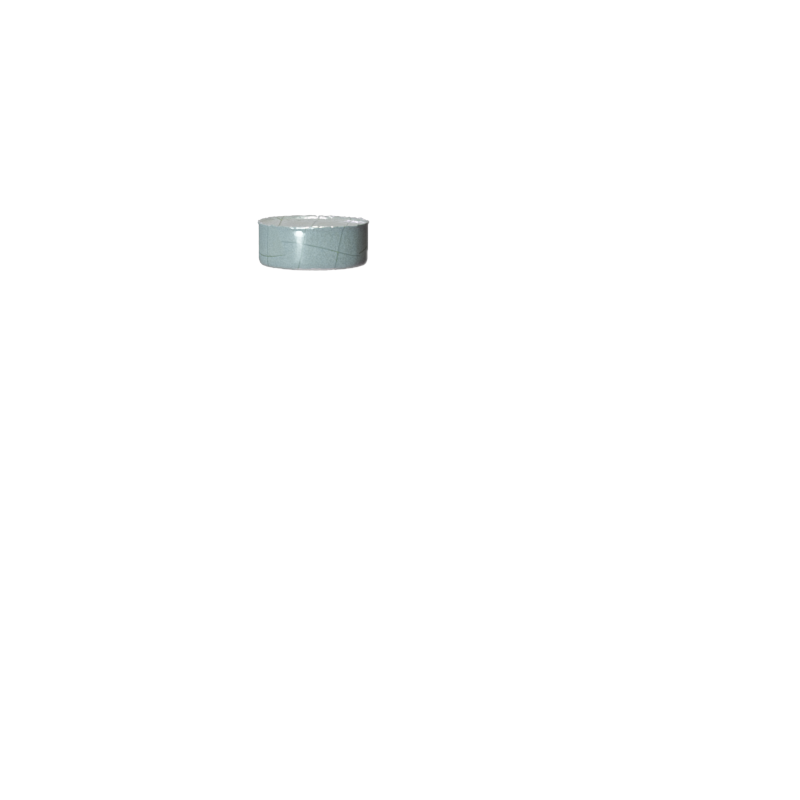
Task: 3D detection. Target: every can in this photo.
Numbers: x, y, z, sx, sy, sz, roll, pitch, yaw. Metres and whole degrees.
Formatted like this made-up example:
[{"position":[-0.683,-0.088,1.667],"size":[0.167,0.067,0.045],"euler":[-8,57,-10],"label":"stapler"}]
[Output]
[{"position":[-0.067,-0.122,0.855],"size":[0.086,0.033,0.088],"euler":[0,14,-2],"label":"can"}]
